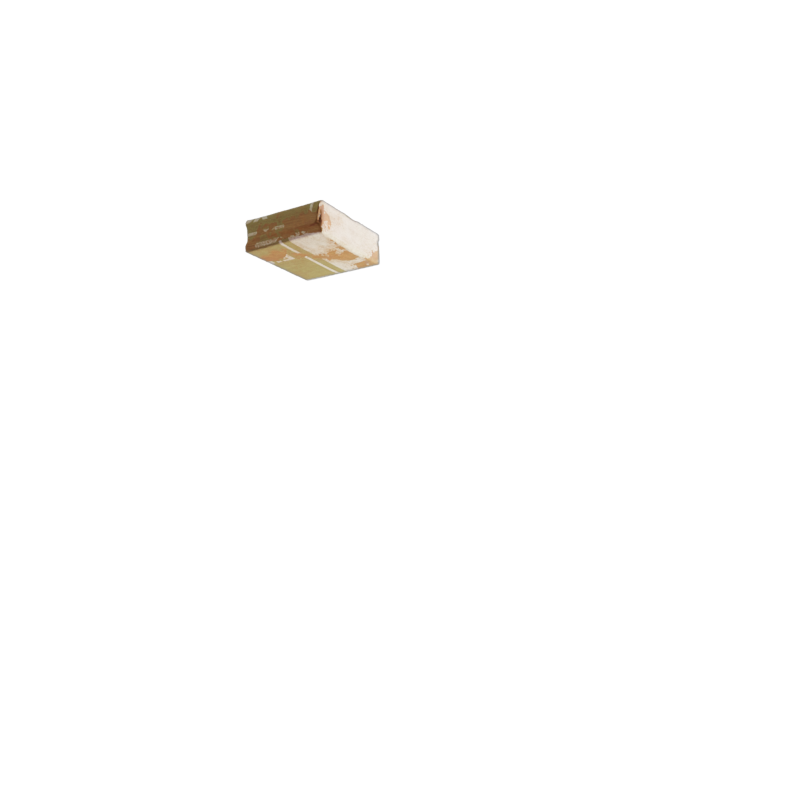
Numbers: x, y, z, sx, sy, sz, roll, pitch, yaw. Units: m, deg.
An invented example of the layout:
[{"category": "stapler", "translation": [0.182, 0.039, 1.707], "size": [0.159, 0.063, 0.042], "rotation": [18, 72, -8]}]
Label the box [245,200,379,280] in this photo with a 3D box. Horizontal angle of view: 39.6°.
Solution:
[{"category": "box", "translation": [-0.070, -0.127, 0.889], "size": [0.075, 0.031, 0.084], "rotation": [-10, -18, 31]}]
